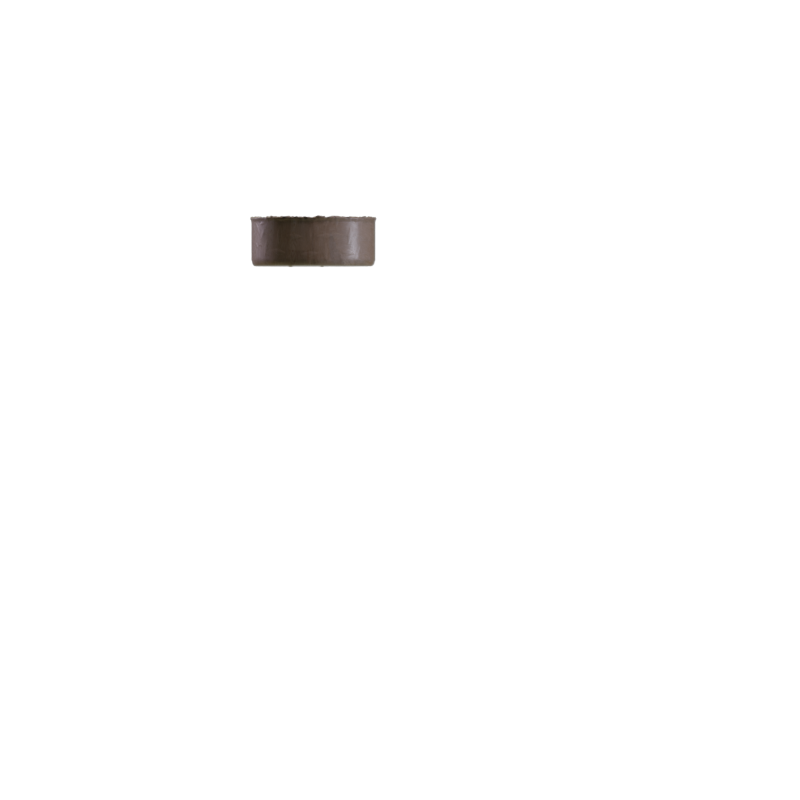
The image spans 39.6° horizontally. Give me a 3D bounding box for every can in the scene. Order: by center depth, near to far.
[{"bbox_3d":[-0.059,-0.108,0.754,0.086,0.033,0.087,0,7,-2],"label":"can"}]
